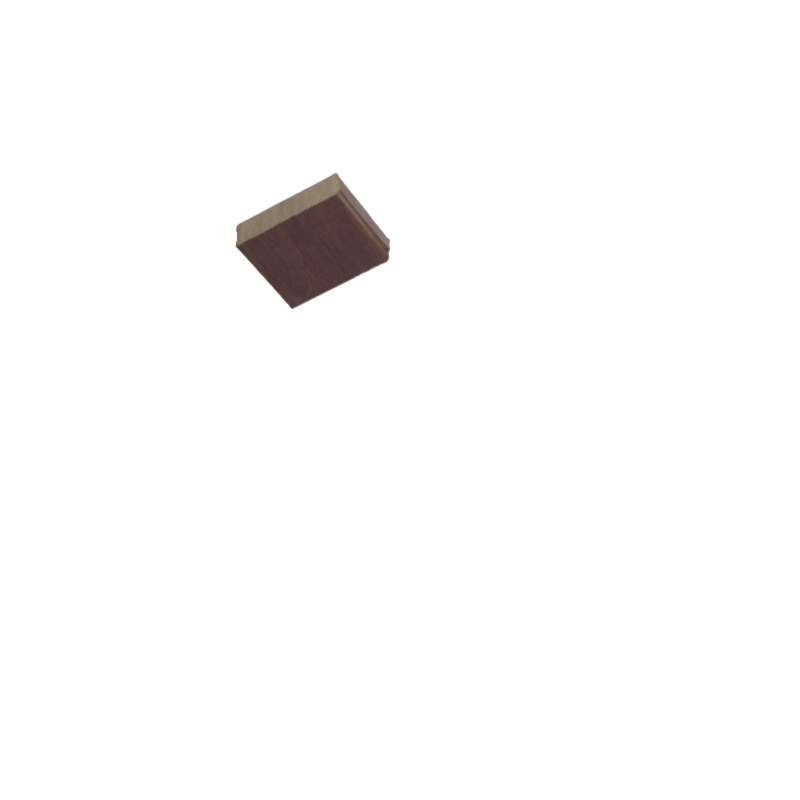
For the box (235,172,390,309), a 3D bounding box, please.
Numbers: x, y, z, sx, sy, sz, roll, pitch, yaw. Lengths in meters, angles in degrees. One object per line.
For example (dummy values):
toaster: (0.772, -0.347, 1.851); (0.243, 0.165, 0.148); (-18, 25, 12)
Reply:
box: (-0.063, -0.115, 0.804); (0.089, 0.032, 0.068); (-25, -52, 21)
